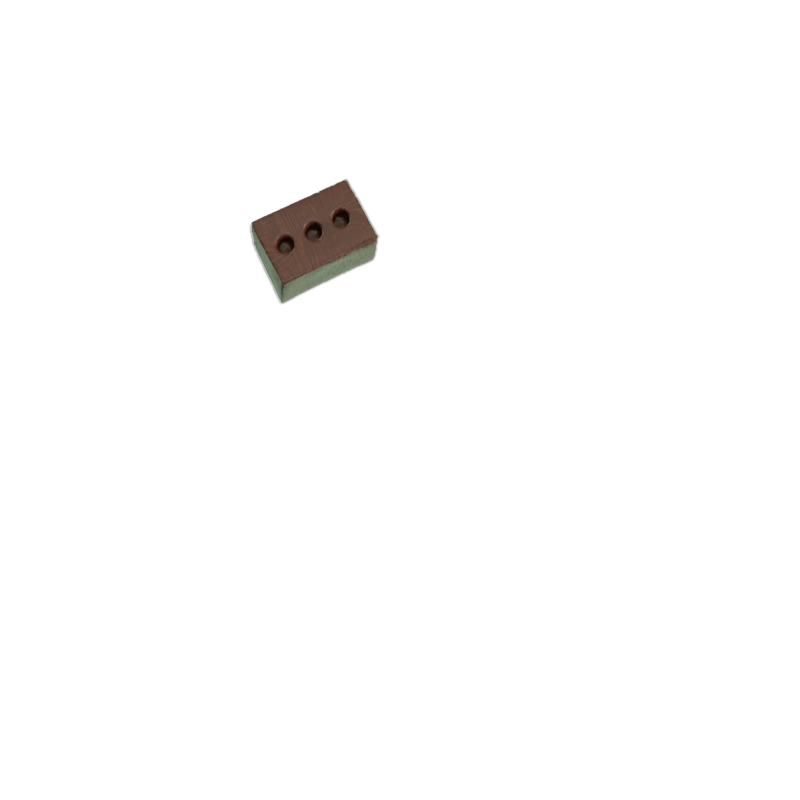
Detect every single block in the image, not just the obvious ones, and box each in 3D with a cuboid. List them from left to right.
[{"bbox_3d":[-0.063,-0.114,0.801,0.078,0.055,0.049,-27,-12,-8],"label":"block"}]
